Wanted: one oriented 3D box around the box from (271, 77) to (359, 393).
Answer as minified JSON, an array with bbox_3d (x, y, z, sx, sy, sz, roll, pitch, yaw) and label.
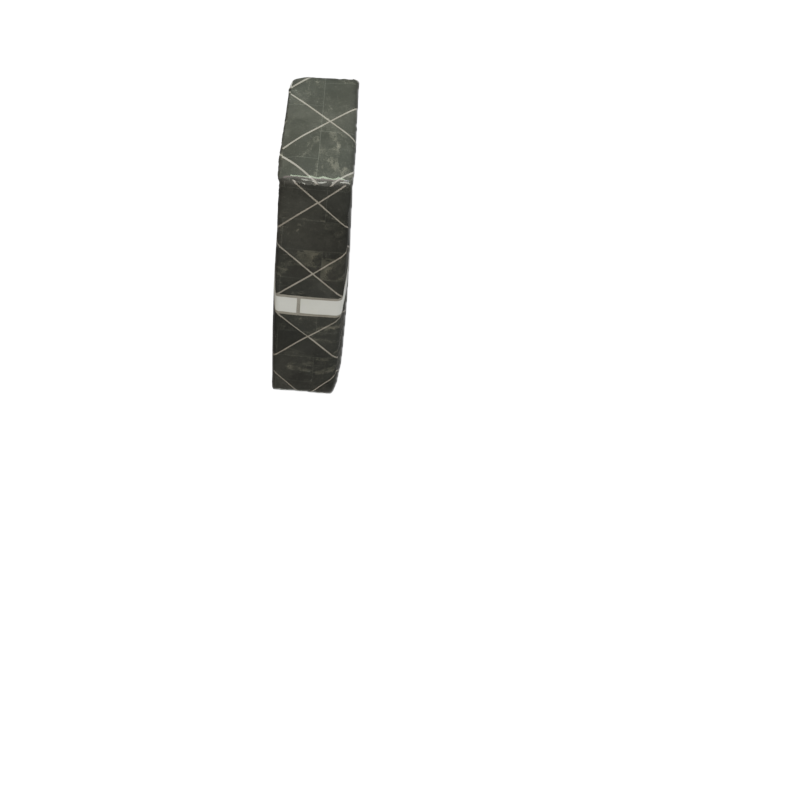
[{"bbox_3d":[-0.052,-0.094,0.657,0.048,0.100,0.164,3,-42,-2],"label":"box"}]
